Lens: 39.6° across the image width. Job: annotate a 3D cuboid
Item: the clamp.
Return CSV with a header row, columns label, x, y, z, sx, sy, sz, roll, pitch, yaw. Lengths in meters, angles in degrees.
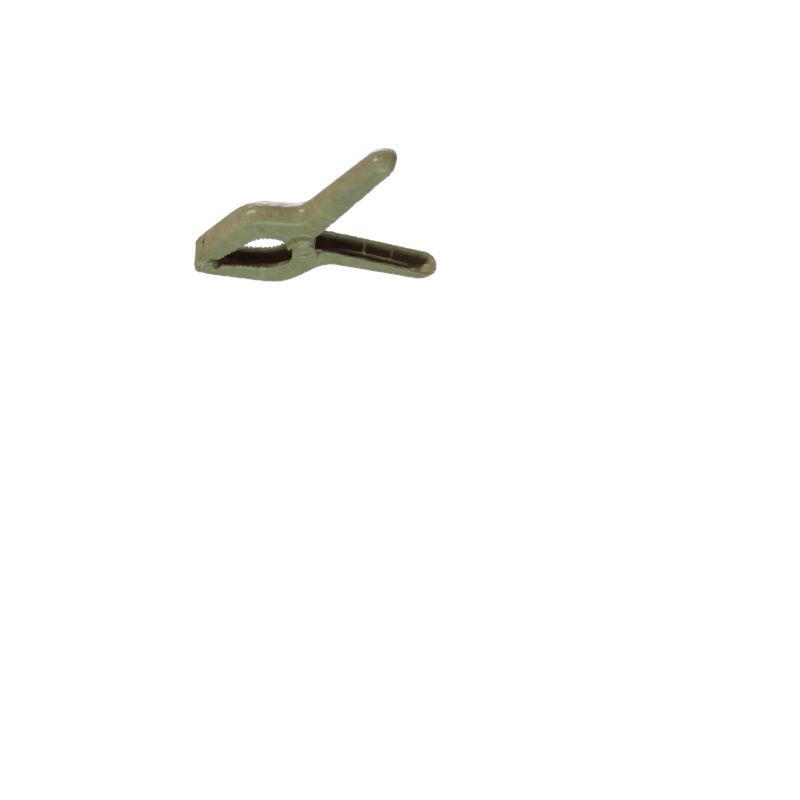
label,x,y,z,sx,sy,sz,roll,pitch,yaw
clamp,-0.076,-0.138,0.967,0.212,0.039,0.152,-12,-35,18
